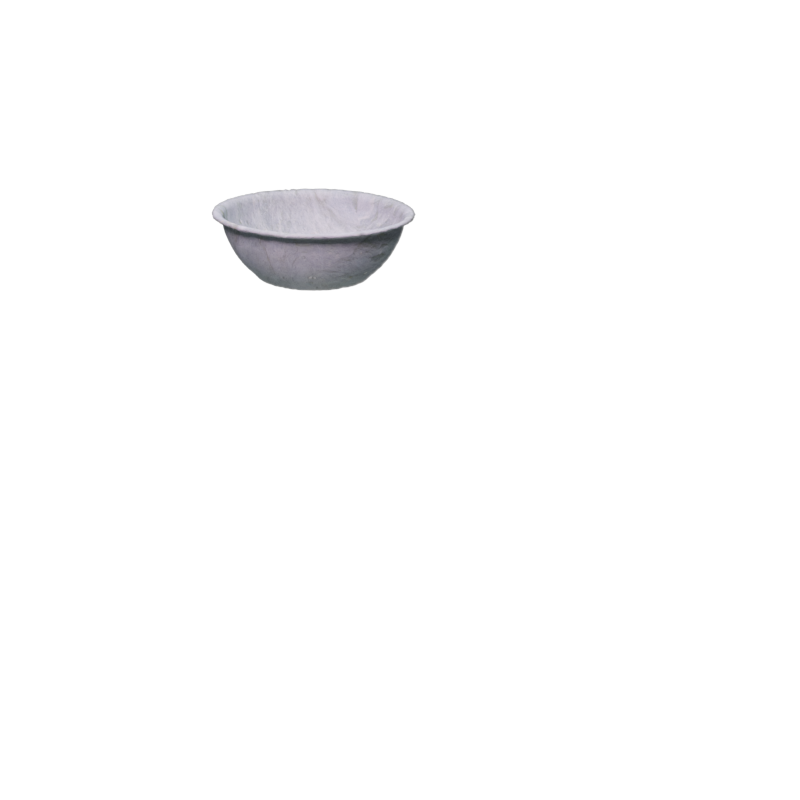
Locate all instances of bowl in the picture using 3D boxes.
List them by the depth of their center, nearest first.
[{"bbox_3d":[-0.070,-0.127,0.891,0.162,0.053,0.169,-1,22,-2],"label":"bowl"}]
